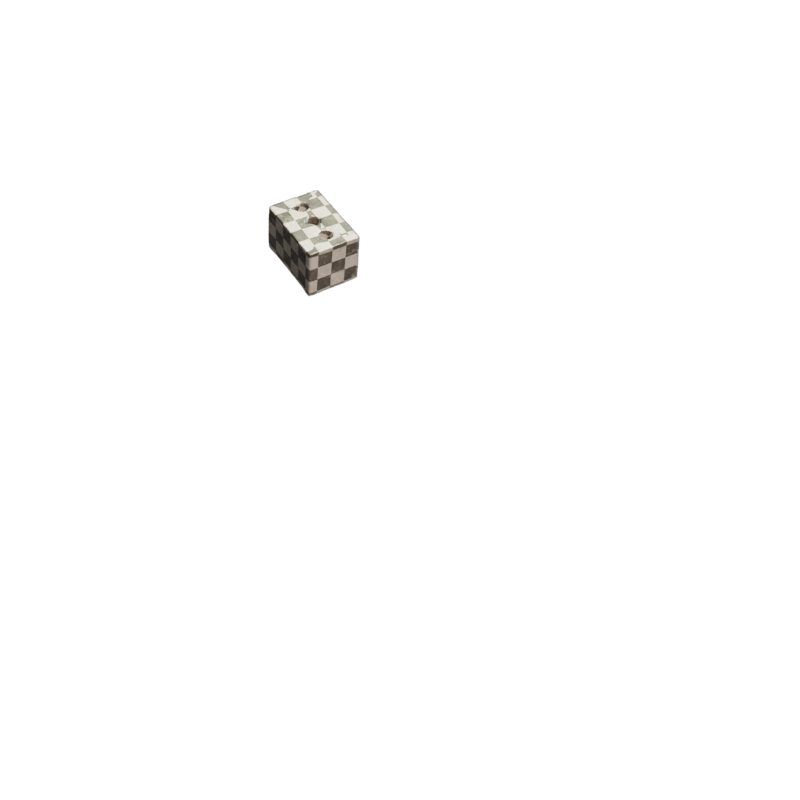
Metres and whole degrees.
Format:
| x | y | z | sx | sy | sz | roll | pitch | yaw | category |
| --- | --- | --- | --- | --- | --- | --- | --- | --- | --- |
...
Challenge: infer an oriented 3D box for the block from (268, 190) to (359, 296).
| x | y | z | sx | sy | sz | roll | pitch | yaw | category |
| --- | --- | --- | --- | --- | --- | --- | --- | --- | --- |
| -0.078 | -0.142 | 0.993 | 0.052 | 0.048 | 0.084 | -22 | 50 | -22 | block |
